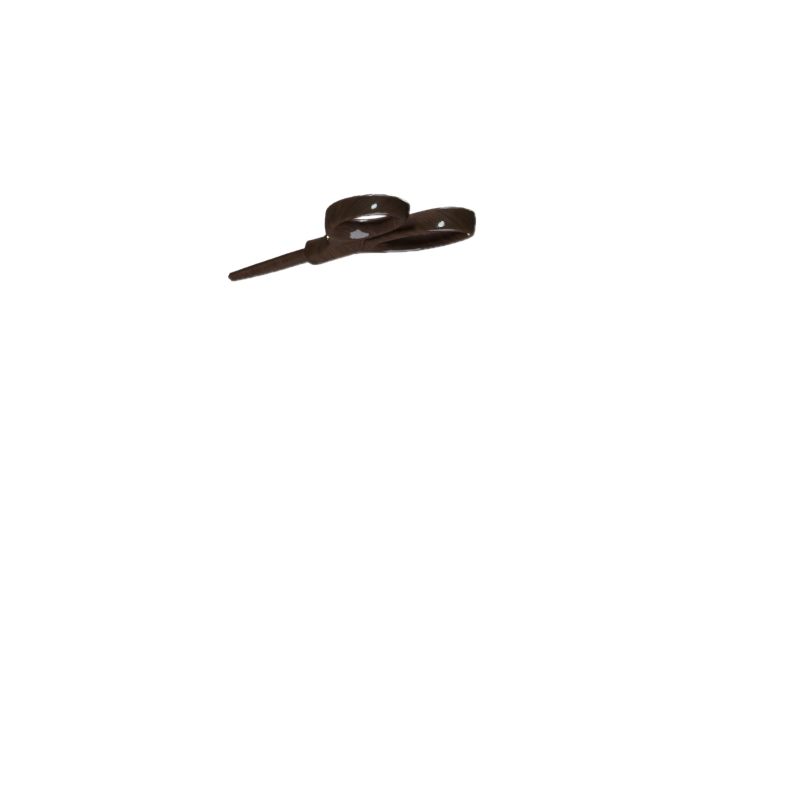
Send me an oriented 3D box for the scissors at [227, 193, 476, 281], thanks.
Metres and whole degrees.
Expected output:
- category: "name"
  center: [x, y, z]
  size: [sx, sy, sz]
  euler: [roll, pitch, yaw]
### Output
- category: "scissors"
  center: [-0.053, -0.097, 0.677]
  size: [0.207, 0.016, 0.091]
  euler: [-5, -10, 31]
